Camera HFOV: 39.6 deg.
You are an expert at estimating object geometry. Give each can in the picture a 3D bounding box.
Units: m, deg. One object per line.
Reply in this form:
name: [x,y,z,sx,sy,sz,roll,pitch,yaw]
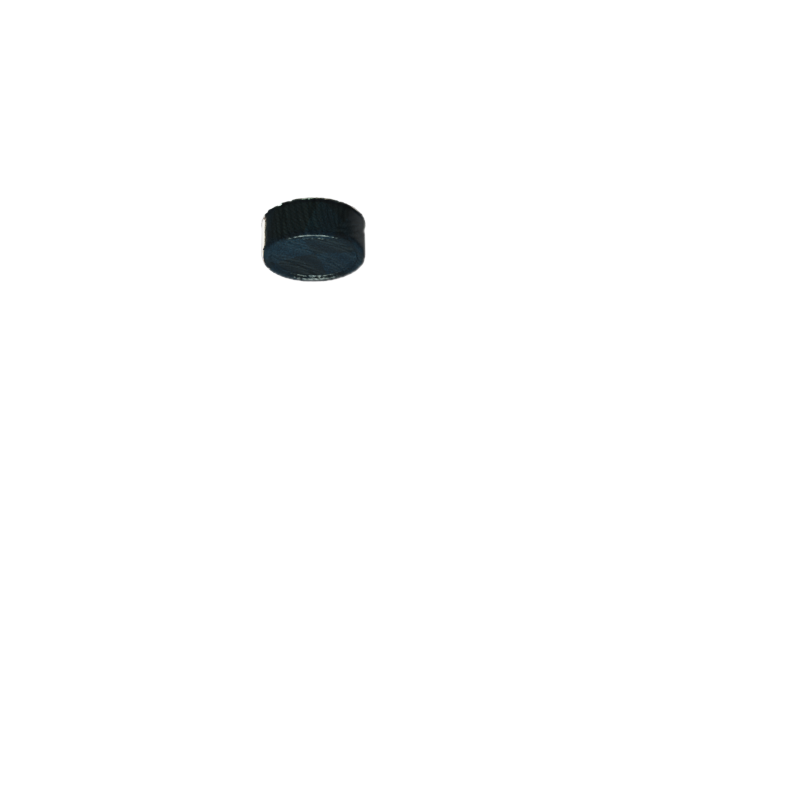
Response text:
can: [-0.071,-0.129,0.903,0.086,0.035,0.081,1,-23,-2]
